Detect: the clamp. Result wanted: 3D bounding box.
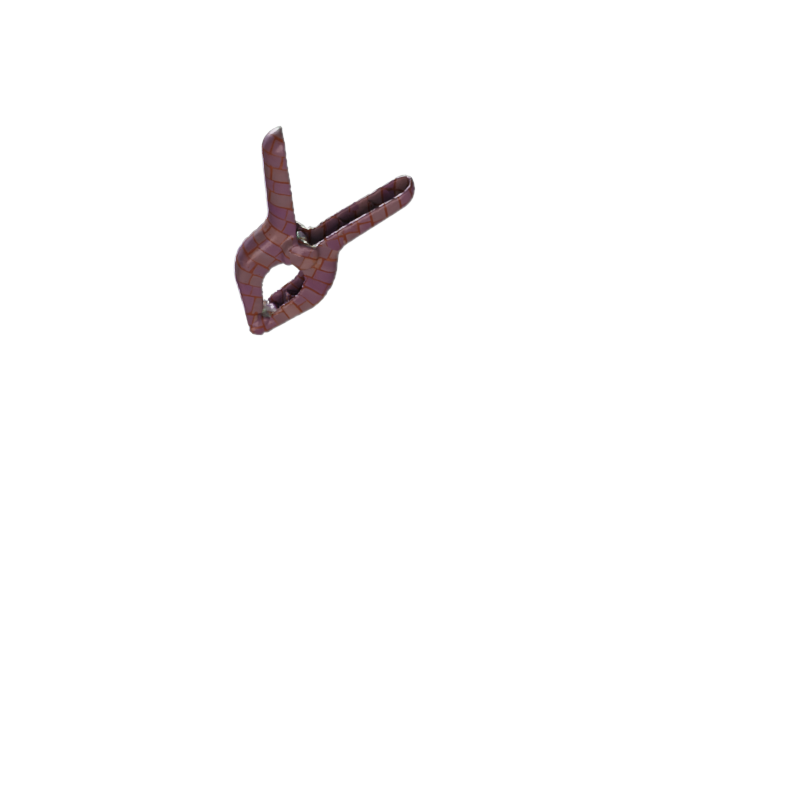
[{"bbox_3d":[-0.066,-0.120,0.838,0.118,0.164,0.042,16,34,-12],"label":"clamp"}]
